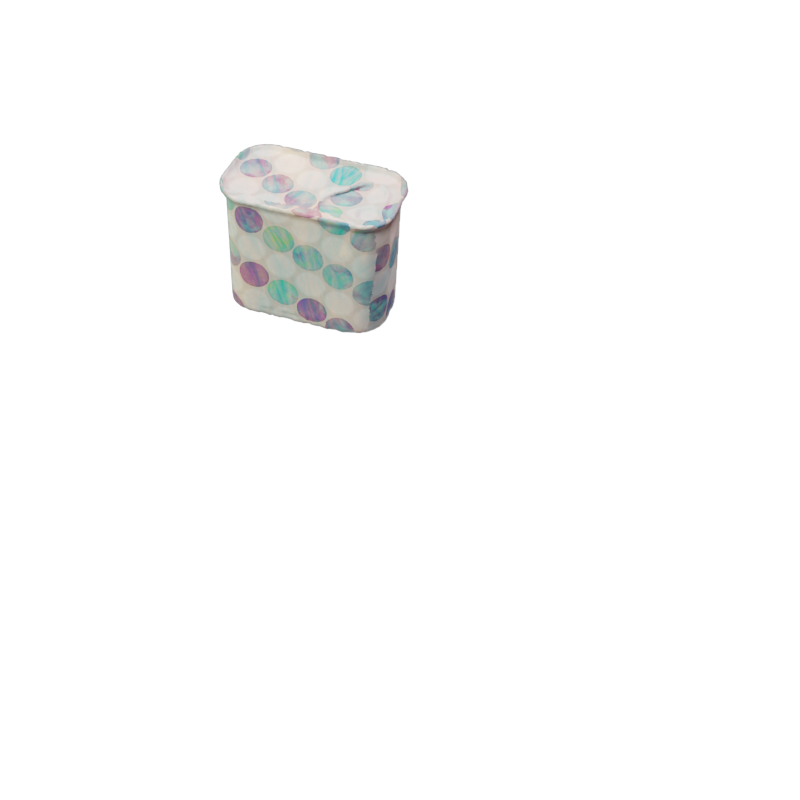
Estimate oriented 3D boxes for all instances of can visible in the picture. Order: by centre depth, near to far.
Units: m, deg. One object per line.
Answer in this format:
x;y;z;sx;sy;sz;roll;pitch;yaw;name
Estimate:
-0.050;-0.091;0.638;0.105;0.078;0.060;15;44;14;can
